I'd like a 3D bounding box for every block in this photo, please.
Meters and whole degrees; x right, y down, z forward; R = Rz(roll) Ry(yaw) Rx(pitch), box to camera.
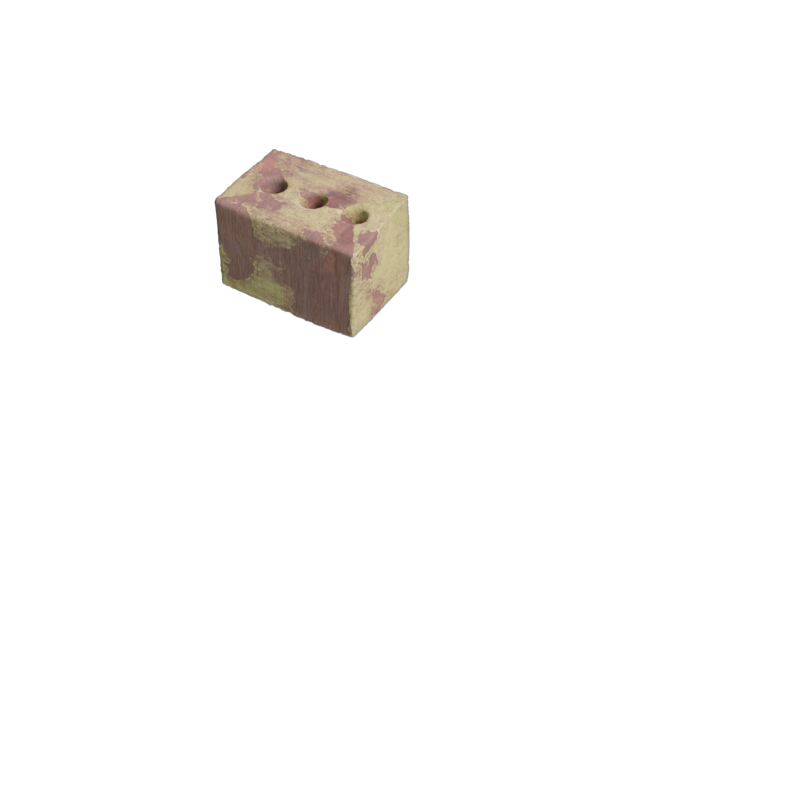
[{"bbox_3d":[-0.041,-0.075,0.524,0.082,0.048,0.054,22,46,22],"label":"block"}]
